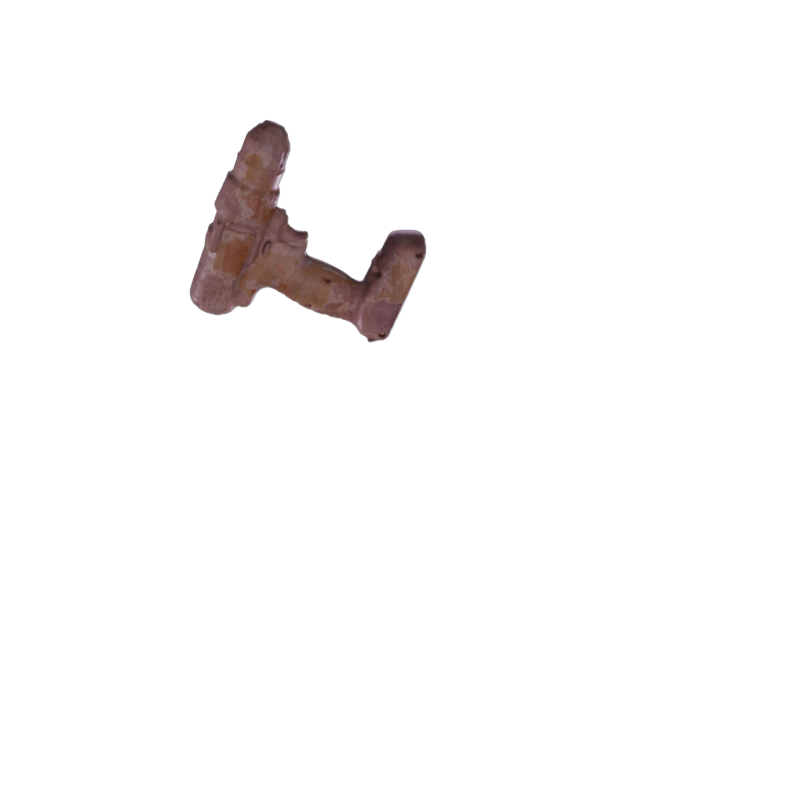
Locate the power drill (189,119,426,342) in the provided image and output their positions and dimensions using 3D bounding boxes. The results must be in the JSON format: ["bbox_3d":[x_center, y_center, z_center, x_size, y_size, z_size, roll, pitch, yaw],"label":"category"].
[{"bbox_3d":[-0.077,-0.140,0.980,0.184,0.177,0.061,19,26,-10],"label":"power drill"}]
